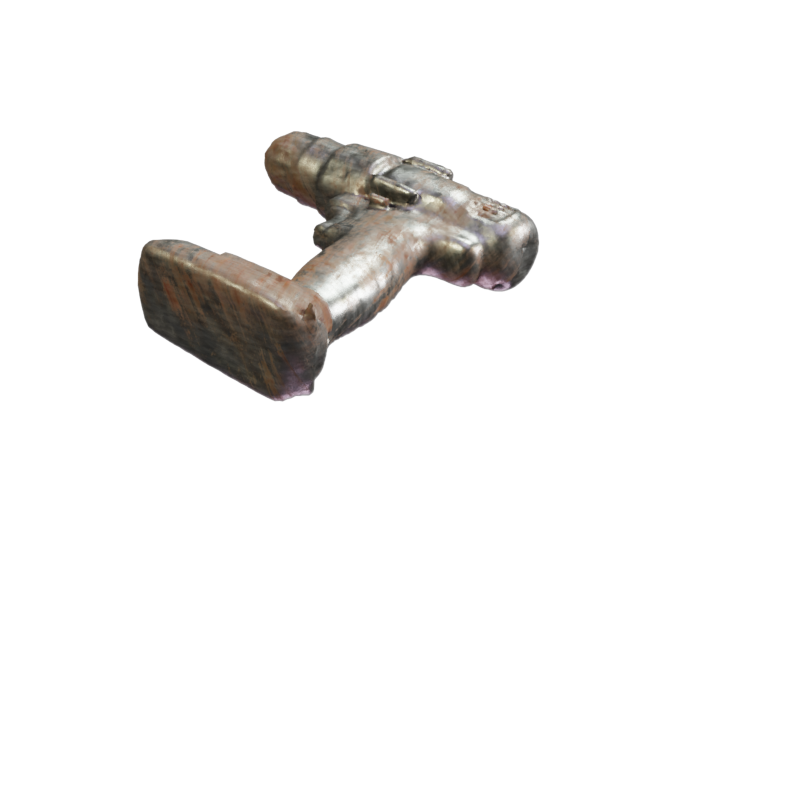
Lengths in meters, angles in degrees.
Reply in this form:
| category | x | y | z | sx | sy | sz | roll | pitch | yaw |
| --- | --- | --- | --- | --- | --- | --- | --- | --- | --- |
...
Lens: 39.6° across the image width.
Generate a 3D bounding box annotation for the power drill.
| category | x | y | z | sx | sy | sz | roll | pitch | yaw |
| --- | --- | --- | --- | --- | --- | --- | --- | --- | --- |
| power drill | -0.046 | -0.085 | 0.592 | 0.196 | 0.054 | 0.189 | 25 | 42 | 31 |
